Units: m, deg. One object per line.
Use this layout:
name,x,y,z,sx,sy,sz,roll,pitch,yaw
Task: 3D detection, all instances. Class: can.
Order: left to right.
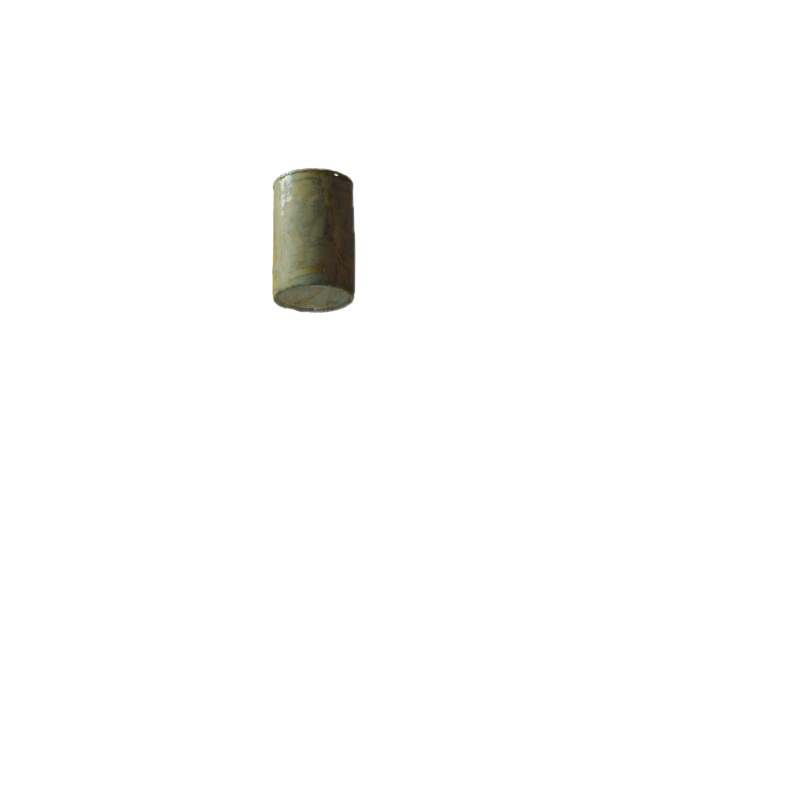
can,-0.071,-0.130,0.908,0.068,0.107,0.065,0,-20,-2
